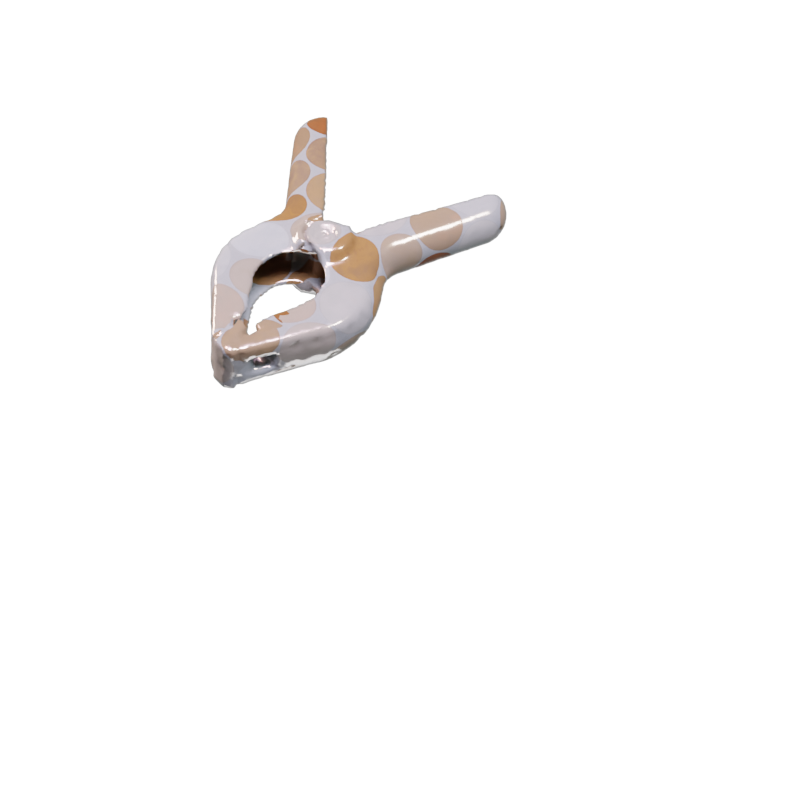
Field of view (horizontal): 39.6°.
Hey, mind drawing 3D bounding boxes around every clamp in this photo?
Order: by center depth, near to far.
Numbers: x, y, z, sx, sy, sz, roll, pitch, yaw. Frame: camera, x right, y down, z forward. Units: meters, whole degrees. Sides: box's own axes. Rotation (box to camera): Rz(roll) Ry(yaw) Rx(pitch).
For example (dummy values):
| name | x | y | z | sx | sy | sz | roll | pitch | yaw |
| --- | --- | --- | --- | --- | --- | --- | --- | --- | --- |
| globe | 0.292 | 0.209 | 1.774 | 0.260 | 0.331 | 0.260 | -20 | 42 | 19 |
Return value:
| name | x | y | z | sx | sy | sz | roll | pitch | yaw |
| --- | --- | --- | --- | --- | --- | --- | --- | --- | --- |
| clamp | -0.042 | -0.077 | 0.537 | 0.127 | 0.036 | 0.173 | 30 | 51 | 27 |
